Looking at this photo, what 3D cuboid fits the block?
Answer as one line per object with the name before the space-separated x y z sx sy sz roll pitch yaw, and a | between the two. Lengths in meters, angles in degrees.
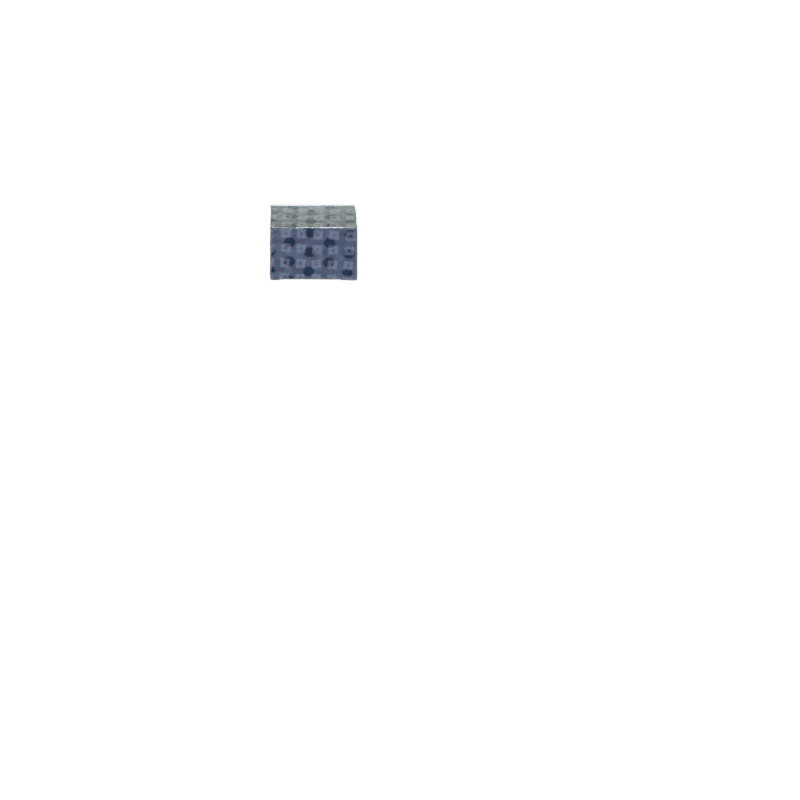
block | -0.077 -0.140 0.982 0.078 0.050 0.054 1 30 -2
